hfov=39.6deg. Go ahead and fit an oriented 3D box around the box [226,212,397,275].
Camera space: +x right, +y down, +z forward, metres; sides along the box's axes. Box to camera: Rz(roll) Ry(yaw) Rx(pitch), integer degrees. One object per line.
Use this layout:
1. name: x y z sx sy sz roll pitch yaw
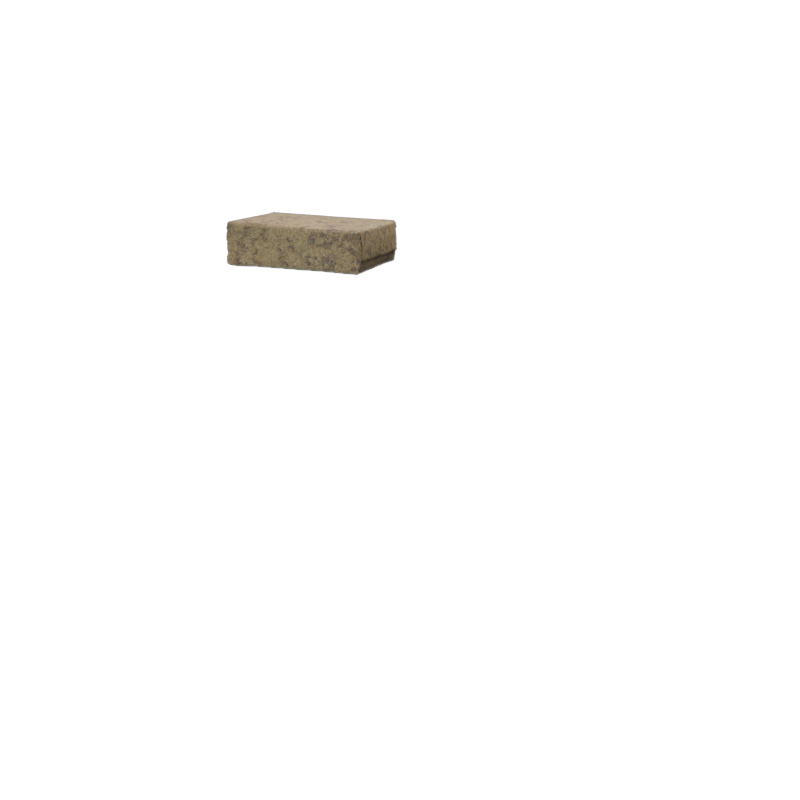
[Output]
1. box: -0.069 -0.126 0.881 0.117 0.038 0.089 5 13 19
